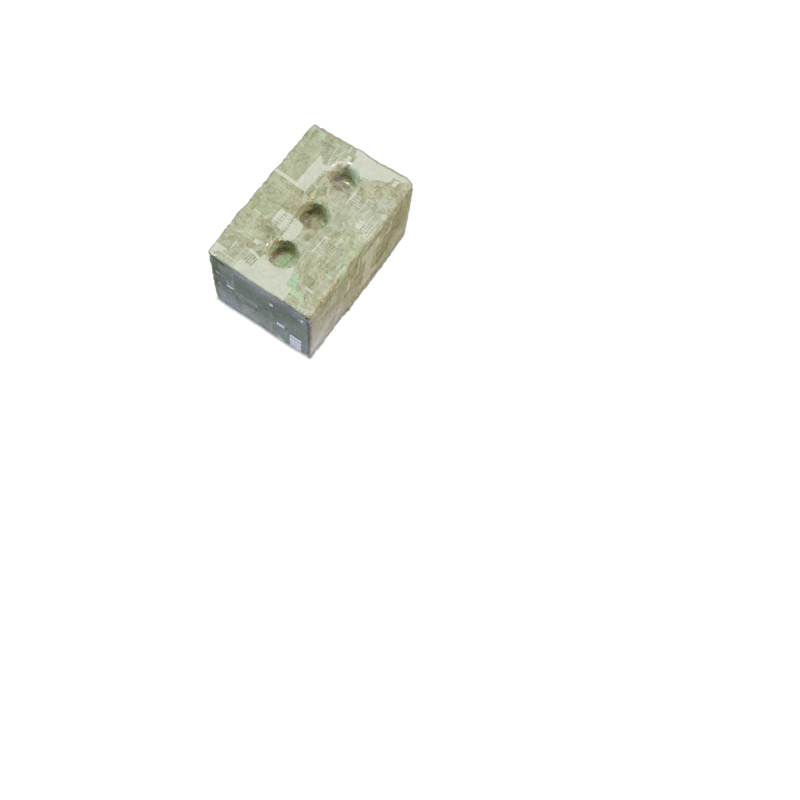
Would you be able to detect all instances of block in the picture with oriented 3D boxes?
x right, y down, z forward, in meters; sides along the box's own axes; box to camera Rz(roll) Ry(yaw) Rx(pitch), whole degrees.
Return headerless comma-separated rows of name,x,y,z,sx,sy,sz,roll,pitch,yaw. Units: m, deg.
block,-0.037,-0.068,0.478,0.054,0.080,0.049,32,-21,11
